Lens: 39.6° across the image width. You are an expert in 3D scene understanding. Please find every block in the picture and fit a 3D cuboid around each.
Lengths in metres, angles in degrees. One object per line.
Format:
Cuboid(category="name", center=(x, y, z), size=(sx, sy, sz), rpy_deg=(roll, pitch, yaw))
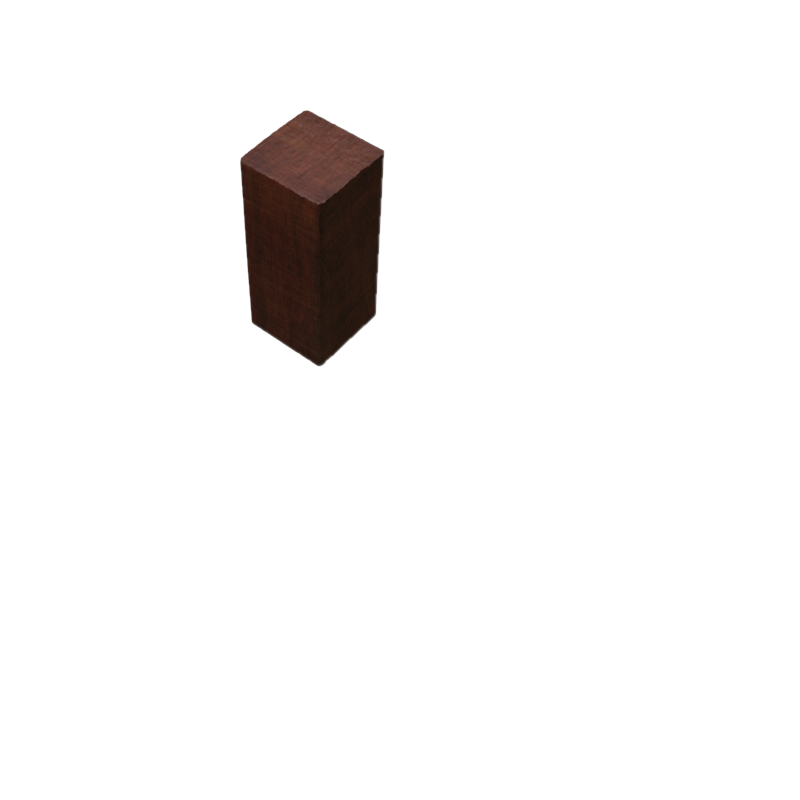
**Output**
Cuboid(category="block", center=(-0.078, -0.142, 0.993), size=(0.096, 0.192, 0.092), rpy_deg=(32, 55, 22))
